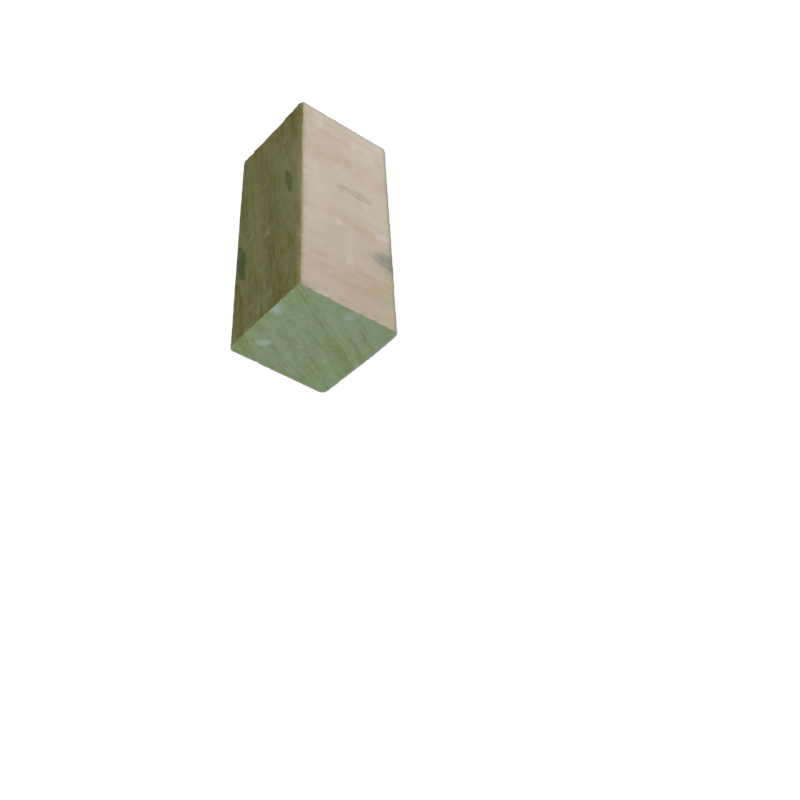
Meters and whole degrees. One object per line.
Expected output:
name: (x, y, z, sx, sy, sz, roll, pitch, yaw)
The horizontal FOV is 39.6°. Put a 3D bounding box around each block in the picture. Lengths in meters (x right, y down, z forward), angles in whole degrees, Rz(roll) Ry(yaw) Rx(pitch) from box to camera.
block: (-0.068, -0.124, 0.870, 0.086, 0.221, 0.089, 27, -50, -29)
